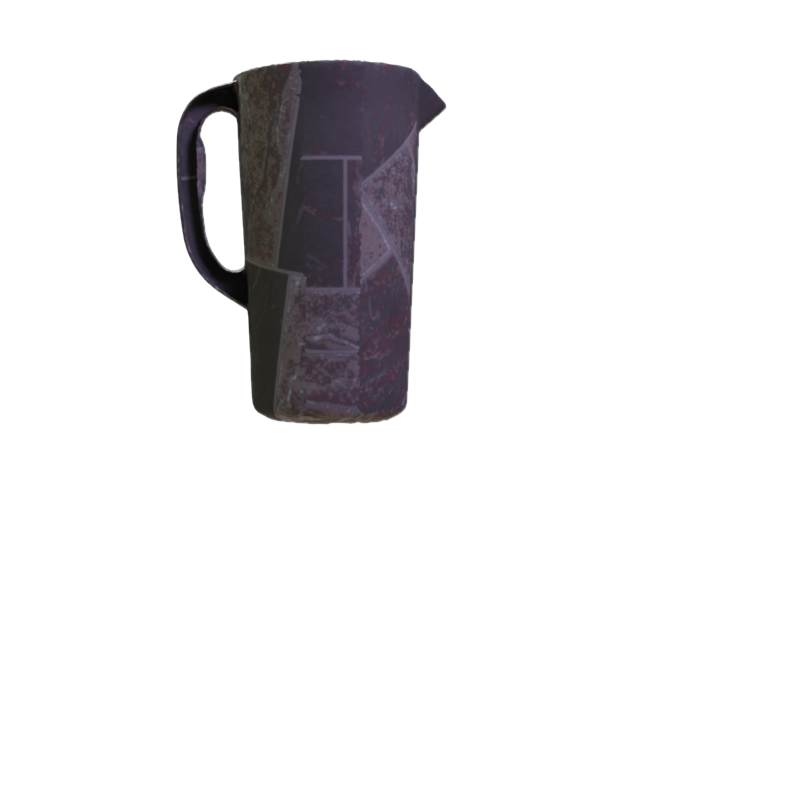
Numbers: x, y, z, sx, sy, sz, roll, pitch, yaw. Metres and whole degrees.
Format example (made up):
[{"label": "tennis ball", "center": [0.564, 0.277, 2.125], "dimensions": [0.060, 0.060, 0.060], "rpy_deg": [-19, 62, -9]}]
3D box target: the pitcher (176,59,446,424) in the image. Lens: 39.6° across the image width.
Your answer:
[{"label": "pitcher", "center": [-0.060, -0.110, 0.772], "dimensions": [0.155, 0.244, 0.139], "rpy_deg": [0, 0, 35]}]
